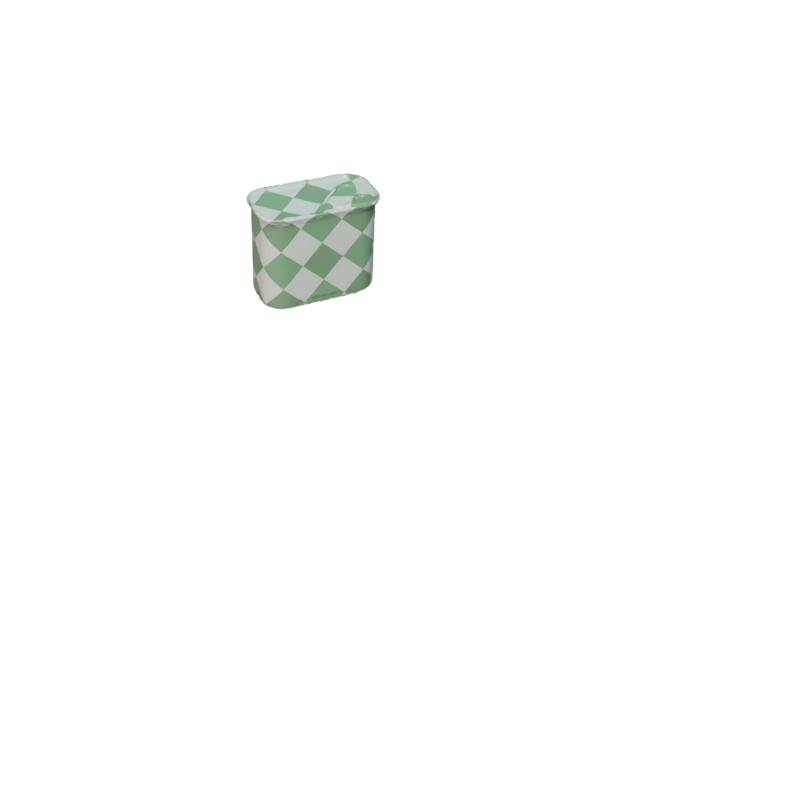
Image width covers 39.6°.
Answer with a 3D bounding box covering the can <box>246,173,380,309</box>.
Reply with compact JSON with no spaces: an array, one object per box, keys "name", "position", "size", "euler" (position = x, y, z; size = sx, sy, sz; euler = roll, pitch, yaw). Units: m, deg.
[{"name":"can","position":[-0.069,-0.127,0.888],"size":[0.100,0.079,0.062],"euler":[-13,37,-20]}]
